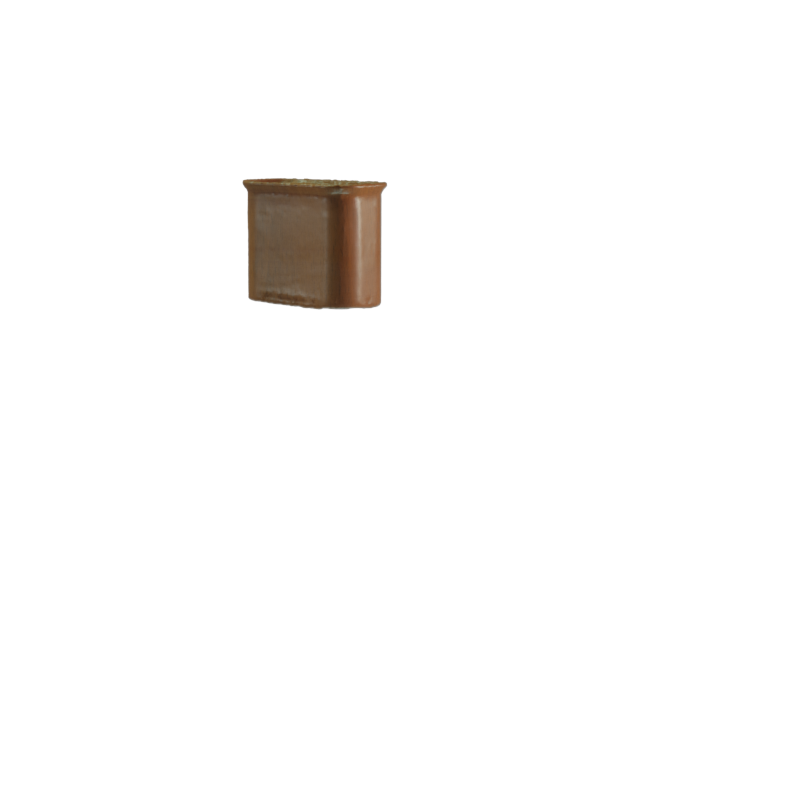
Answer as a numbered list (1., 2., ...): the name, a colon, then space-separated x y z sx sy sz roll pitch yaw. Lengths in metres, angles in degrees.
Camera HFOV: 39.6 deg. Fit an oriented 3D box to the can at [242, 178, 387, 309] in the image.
1. can: -0.059 -0.108 0.759 0.107 0.082 0.056 9 12 39
